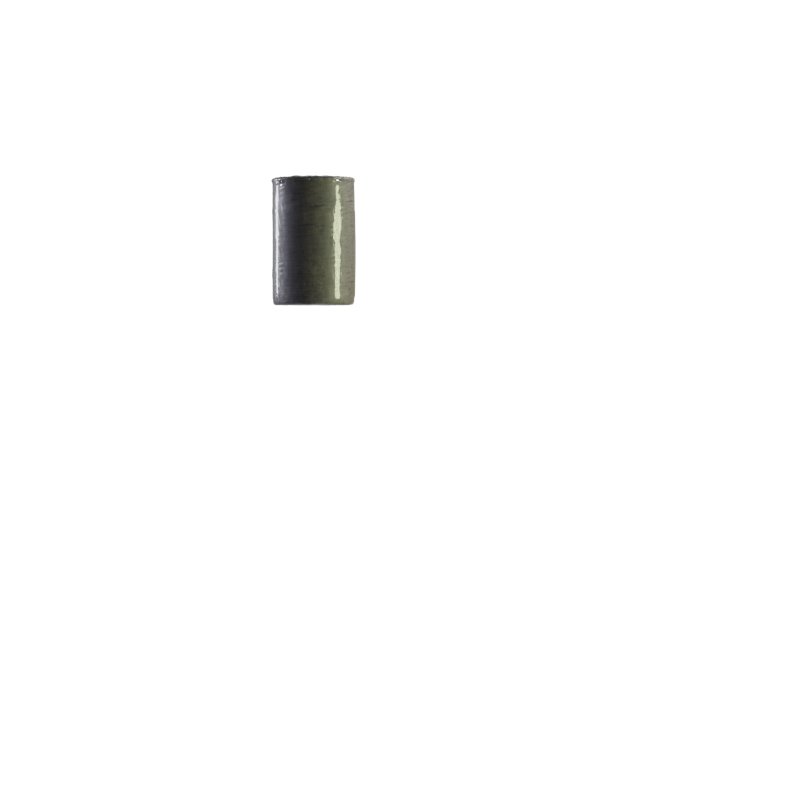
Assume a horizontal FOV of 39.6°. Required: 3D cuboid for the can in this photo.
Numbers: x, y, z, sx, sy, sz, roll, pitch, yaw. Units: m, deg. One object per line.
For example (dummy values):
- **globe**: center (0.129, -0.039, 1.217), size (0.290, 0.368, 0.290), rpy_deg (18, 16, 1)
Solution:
- **can**: center (-0.070, -0.128, 0.899), size (0.068, 0.102, 0.069), rpy_deg (0, 1, -2)
